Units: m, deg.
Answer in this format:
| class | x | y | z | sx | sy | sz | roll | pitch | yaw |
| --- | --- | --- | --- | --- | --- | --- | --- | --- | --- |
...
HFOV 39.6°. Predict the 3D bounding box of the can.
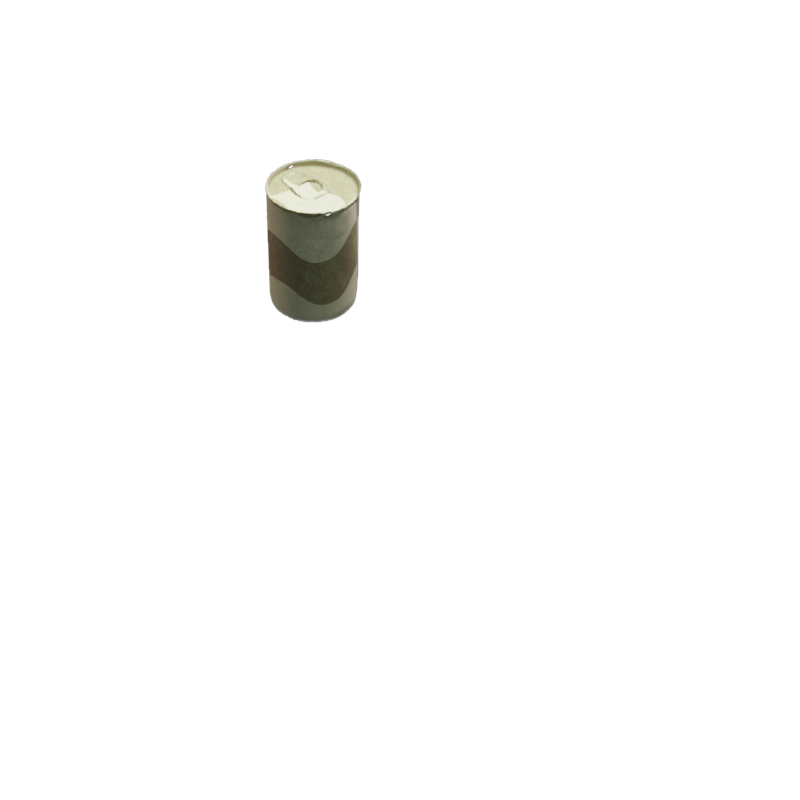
| class | x | y | z | sx | sy | sz | roll | pitch | yaw |
| --- | --- | --- | --- | --- | --- | --- | --- | --- | --- |
| can | -0.064 | -0.116 | 0.813 | 0.068 | 0.095 | 0.073 | 0 | 41 | -3 |
